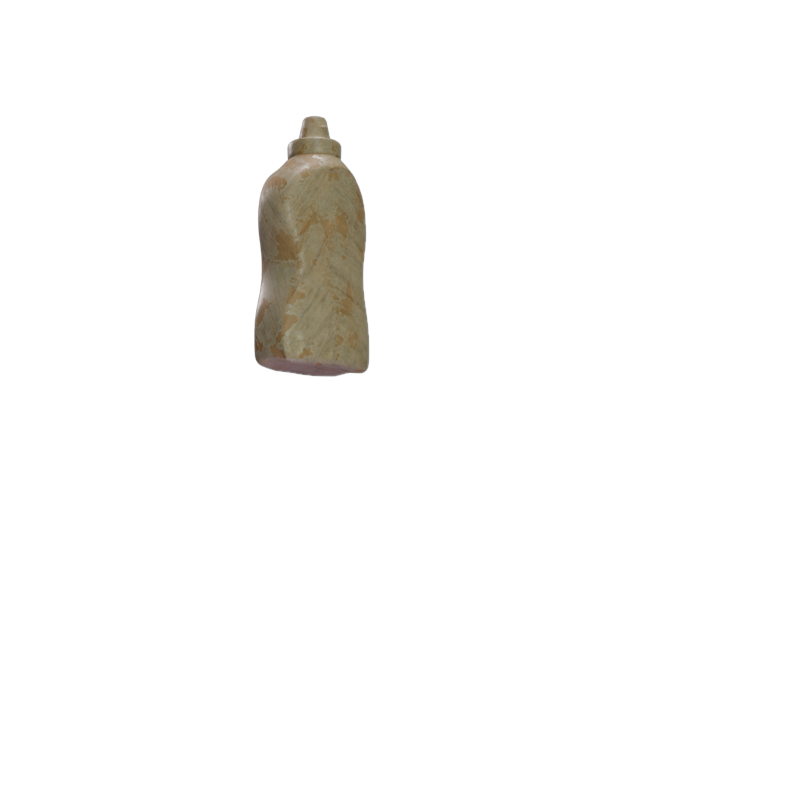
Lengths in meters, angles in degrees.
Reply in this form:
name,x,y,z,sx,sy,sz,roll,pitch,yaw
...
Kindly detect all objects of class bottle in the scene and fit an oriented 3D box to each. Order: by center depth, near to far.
name,x,y,z,sx,sy,sz,roll,pitch,yaw
bottle,-0.064,-0.117,0.820,0.060,0.198,0.091,-12,-17,40
